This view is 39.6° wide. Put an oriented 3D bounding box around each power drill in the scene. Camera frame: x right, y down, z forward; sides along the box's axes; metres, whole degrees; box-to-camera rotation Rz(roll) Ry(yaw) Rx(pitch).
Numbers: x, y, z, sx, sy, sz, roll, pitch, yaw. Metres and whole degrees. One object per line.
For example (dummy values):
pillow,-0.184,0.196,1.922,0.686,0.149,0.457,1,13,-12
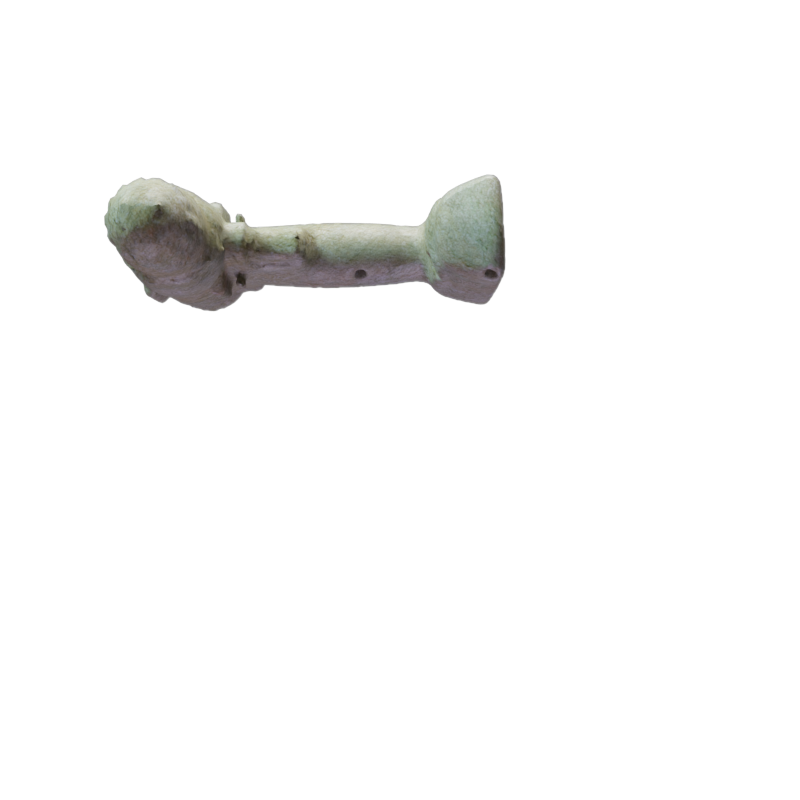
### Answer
power drill,-0.044,-0.080,0.563,0.189,0.058,0.181,0,-1,3
